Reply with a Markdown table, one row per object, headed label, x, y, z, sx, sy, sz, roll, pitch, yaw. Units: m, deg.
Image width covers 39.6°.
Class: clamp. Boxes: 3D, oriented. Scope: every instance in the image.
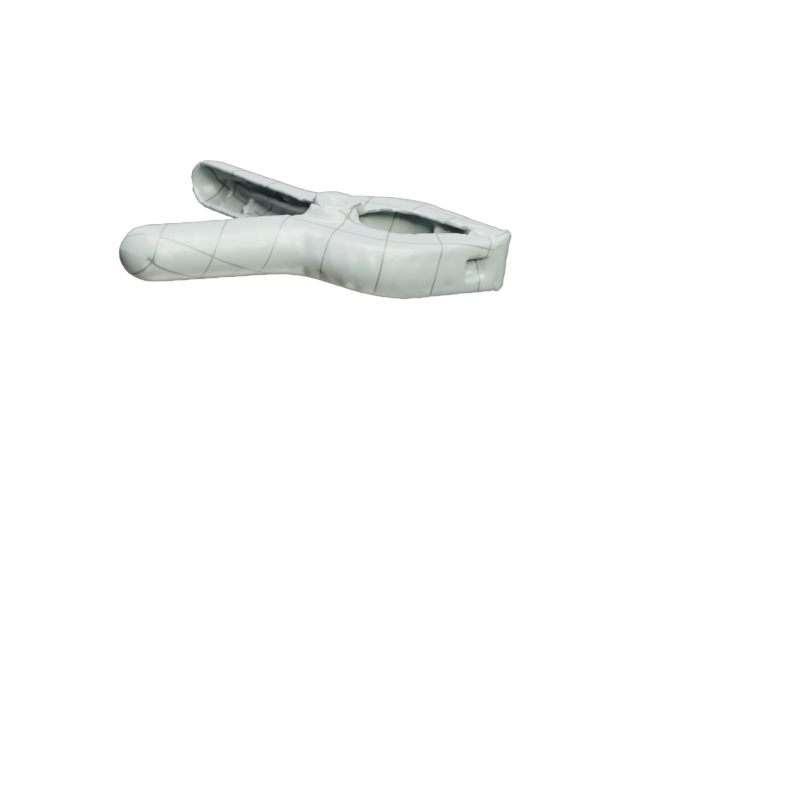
| label | x | y | z | sx | sy | sz | roll | pitch | yaw |
| --- | --- | --- | --- | --- | --- | --- | --- | --- | --- |
| clamp | -0.040 | -0.072 | 0.507 | 0.176 | 0.037 | 0.124 | 11 | 34 | 16 |
